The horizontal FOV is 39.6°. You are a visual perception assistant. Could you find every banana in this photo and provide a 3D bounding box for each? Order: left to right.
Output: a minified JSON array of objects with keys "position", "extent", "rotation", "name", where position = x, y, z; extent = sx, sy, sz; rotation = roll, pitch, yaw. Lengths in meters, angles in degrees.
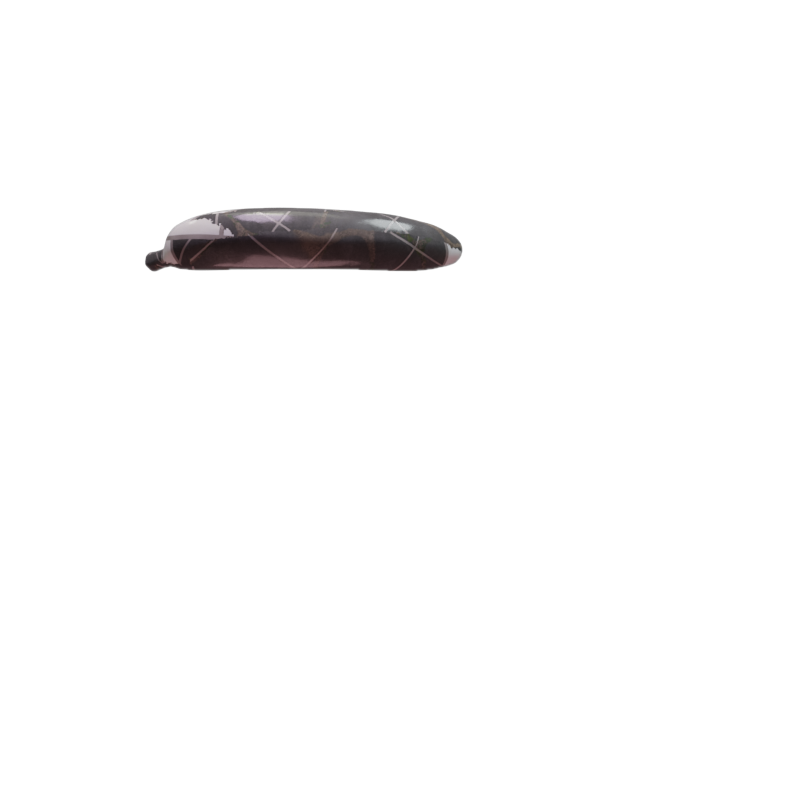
[{"position":[-0.054,-0.096,0.664],"extent":[0.196,0.037,0.070],"rotation":[-1,4,-7],"name":"banana"}]
